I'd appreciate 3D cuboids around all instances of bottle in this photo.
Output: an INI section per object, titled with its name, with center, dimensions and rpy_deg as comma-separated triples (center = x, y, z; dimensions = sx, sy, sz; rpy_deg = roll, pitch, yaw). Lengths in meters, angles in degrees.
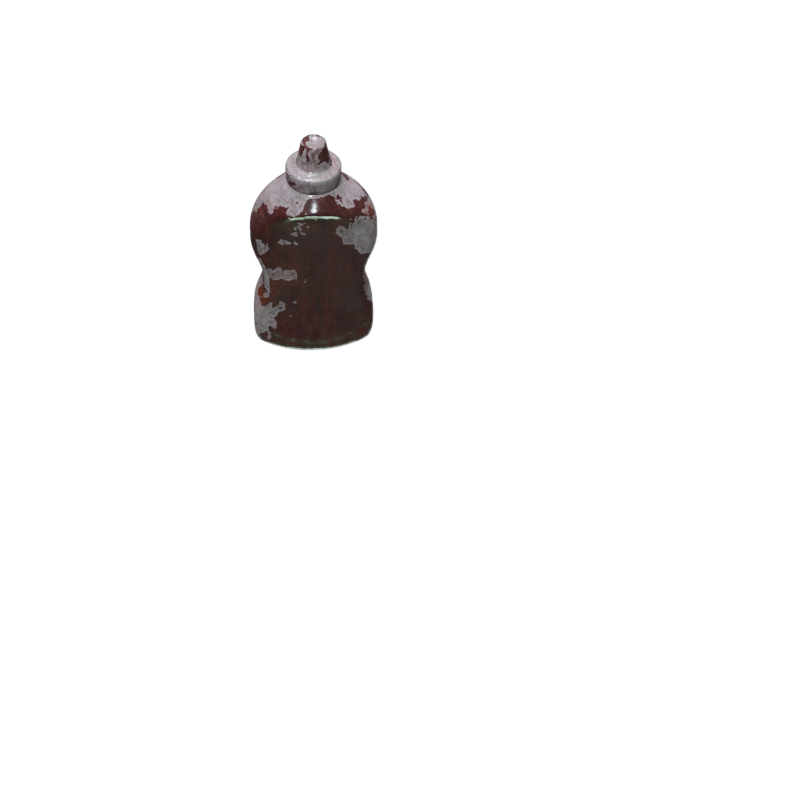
[bottle]
center = -0.066, -0.121, 0.845
dimensions = 0.096, 0.063, 0.179
rpy_deg = 0, -43, -3
